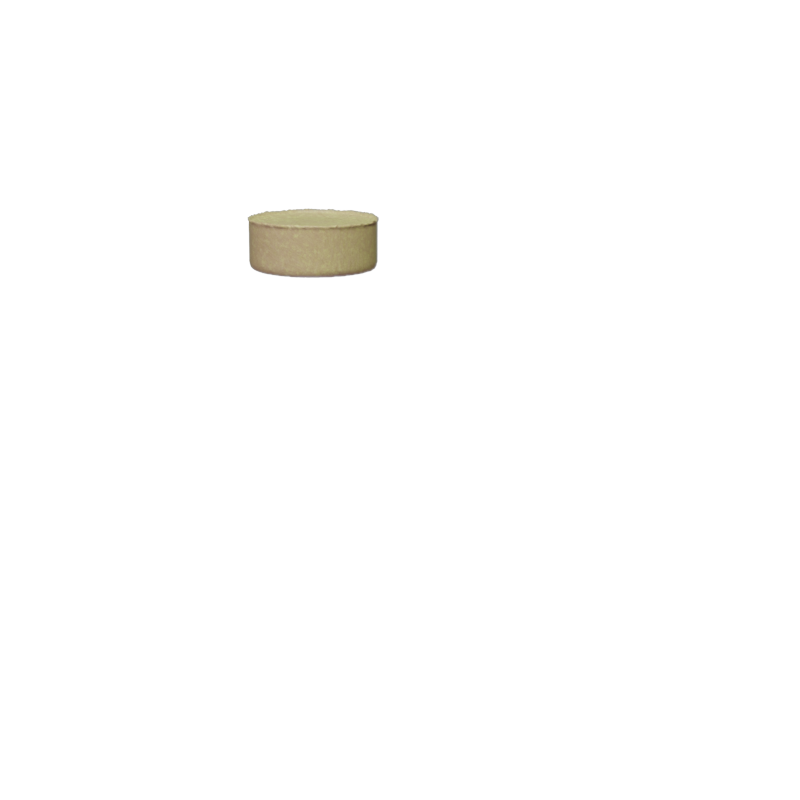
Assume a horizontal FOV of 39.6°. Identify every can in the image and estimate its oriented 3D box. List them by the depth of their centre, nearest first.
[{"bbox_3d":[-0.057,-0.104,0.727,0.086,0.033,0.089,0,16,-2],"label":"can"}]
